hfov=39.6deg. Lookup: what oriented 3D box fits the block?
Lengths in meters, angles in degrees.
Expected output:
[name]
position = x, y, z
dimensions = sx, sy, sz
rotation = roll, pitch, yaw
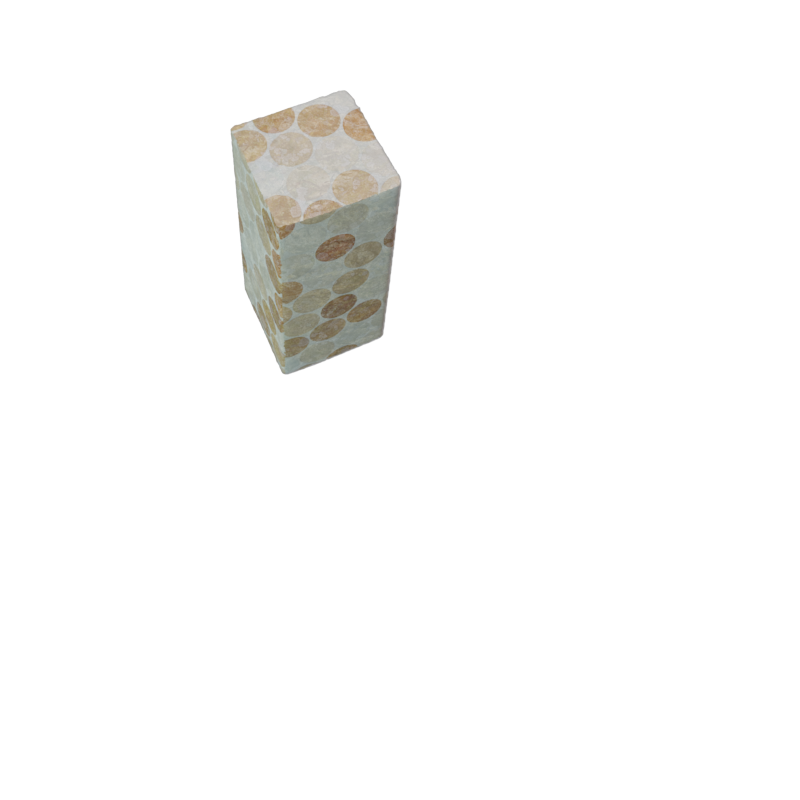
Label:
[block]
position = -0.063, -0.116, 0.811
dimensions = 0.090, 0.097, 0.194
rotation = -21, -25, -14
